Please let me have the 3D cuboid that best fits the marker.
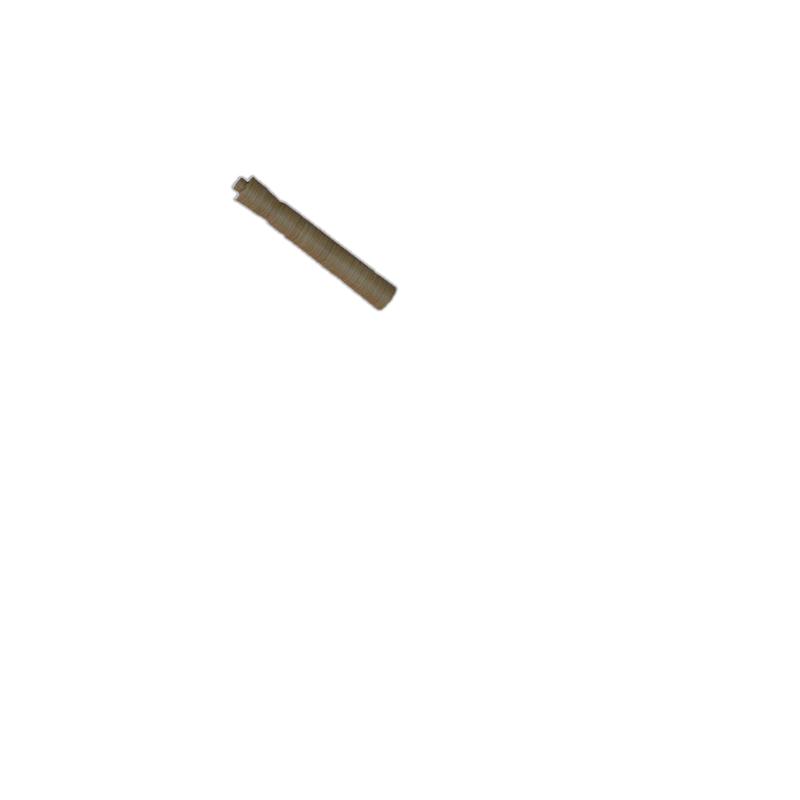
[{"bbox_3d":[-0.054,-0.099,0.691,0.118,0.020,0.020,37,-5,-9],"label":"marker"}]
